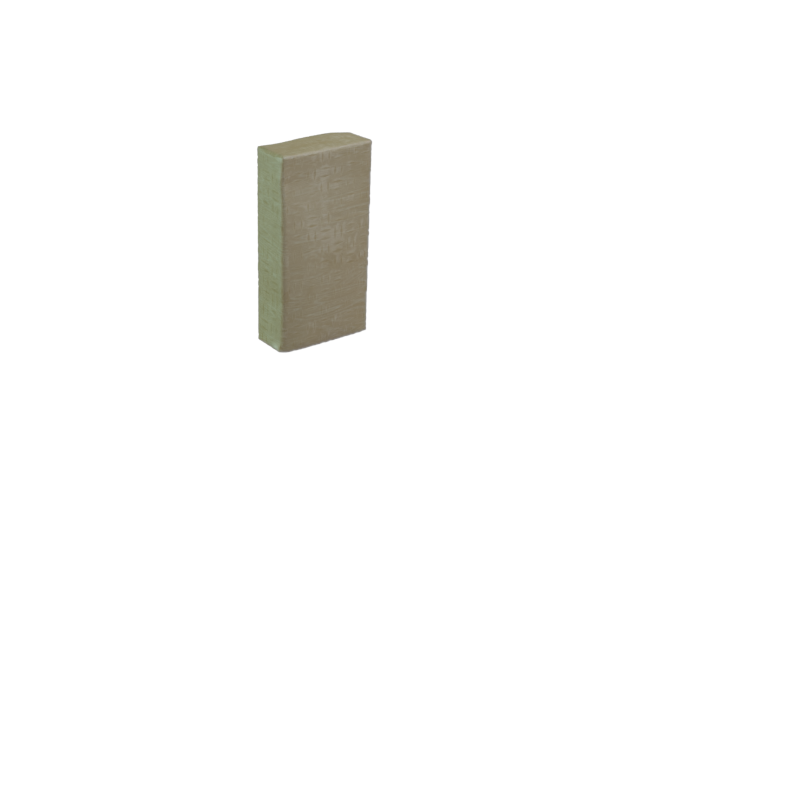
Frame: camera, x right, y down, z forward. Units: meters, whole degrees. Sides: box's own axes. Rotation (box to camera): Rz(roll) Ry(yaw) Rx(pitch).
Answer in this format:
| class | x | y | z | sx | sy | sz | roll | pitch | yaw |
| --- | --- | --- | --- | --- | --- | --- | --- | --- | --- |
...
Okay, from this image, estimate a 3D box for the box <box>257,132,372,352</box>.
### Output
| class | x | y | z | sx | sy | sz | roll | pitch | yaw |
| --- | --- | --- | --- | --- | --- | --- | --- | --- | --- |
| box | -0.074 | -0.134 | 0.939 | 0.091 | 0.168 | 0.051 | -15 | 26 | -35 |
